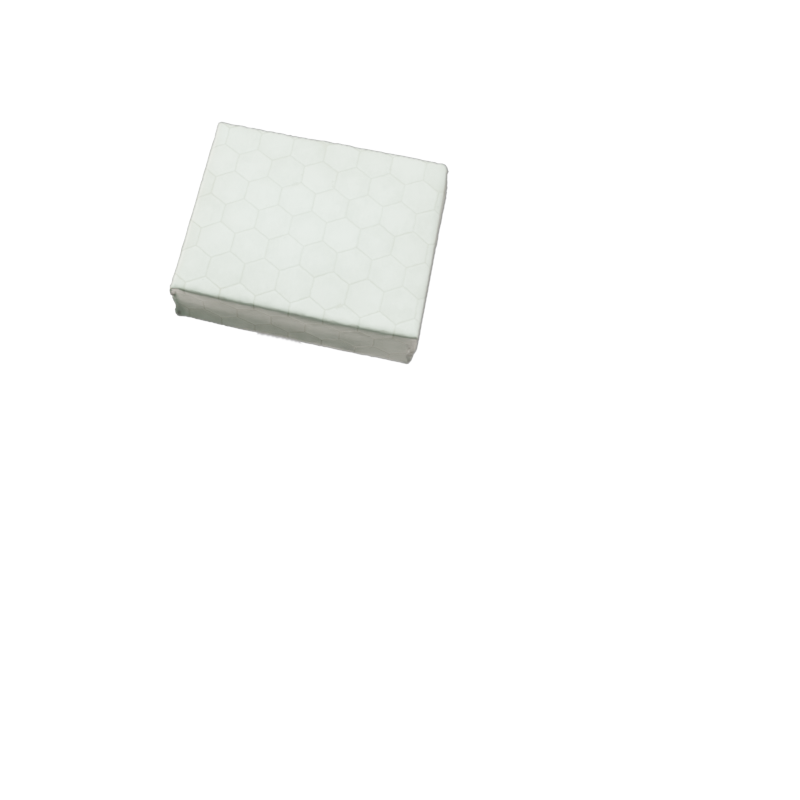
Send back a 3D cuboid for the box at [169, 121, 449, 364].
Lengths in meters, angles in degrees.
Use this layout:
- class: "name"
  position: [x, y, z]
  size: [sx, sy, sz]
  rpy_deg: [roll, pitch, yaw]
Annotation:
- class: "box"
  position: [-0.040, -0.073, 0.511]
  size: [0.114, 0.094, 0.037]
  rpy_deg: [10, -27, 5]
